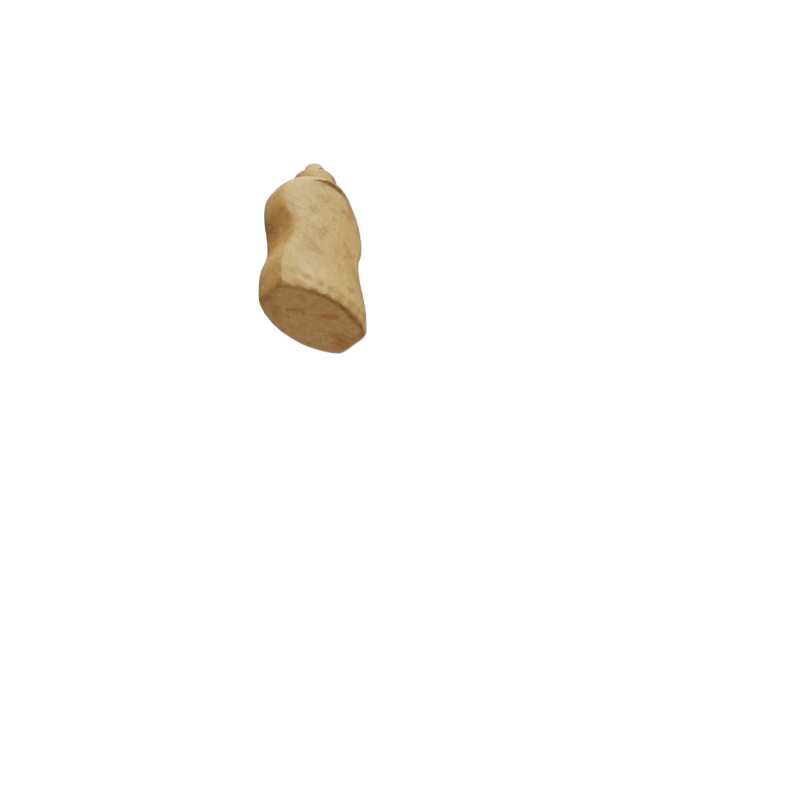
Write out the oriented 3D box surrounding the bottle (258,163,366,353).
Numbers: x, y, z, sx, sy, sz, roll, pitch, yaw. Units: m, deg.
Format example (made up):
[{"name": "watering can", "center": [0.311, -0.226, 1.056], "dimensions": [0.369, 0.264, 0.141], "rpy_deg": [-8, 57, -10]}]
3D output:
[{"name": "bottle", "center": [-0.074, -0.136, 0.954], "dimensions": [0.090, 0.206, 0.058], "rpy_deg": [30, -52, -30]}]
